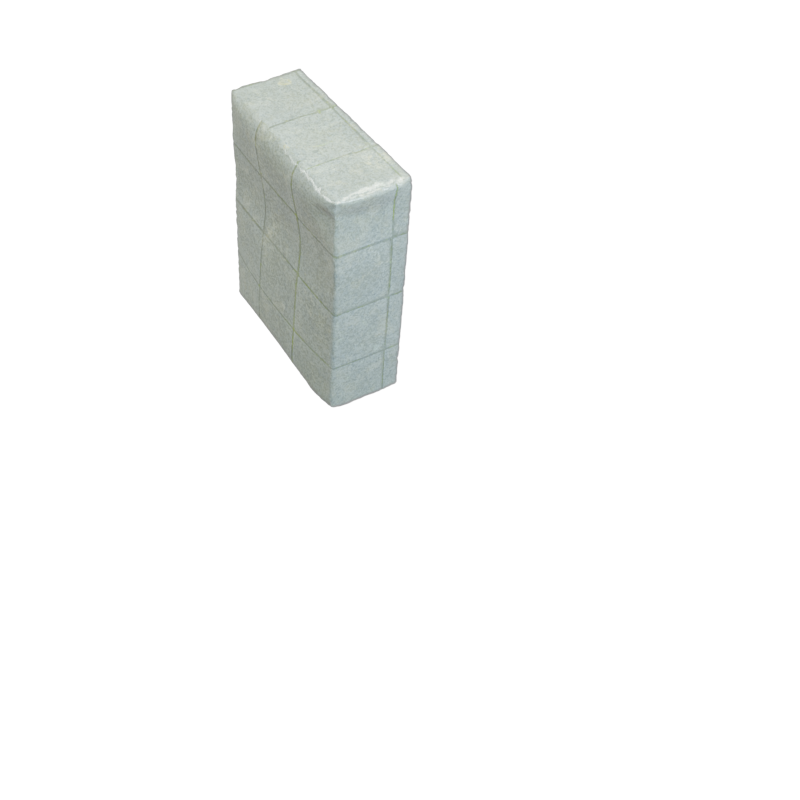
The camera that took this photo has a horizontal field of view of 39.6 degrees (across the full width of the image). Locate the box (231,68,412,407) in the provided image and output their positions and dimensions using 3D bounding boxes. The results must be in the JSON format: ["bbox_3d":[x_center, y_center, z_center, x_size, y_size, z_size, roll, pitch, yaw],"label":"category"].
[{"bbox_3d":[-0.068,-0.124,0.872,0.071,0.199,0.177,-21,49,-23],"label":"box"}]
